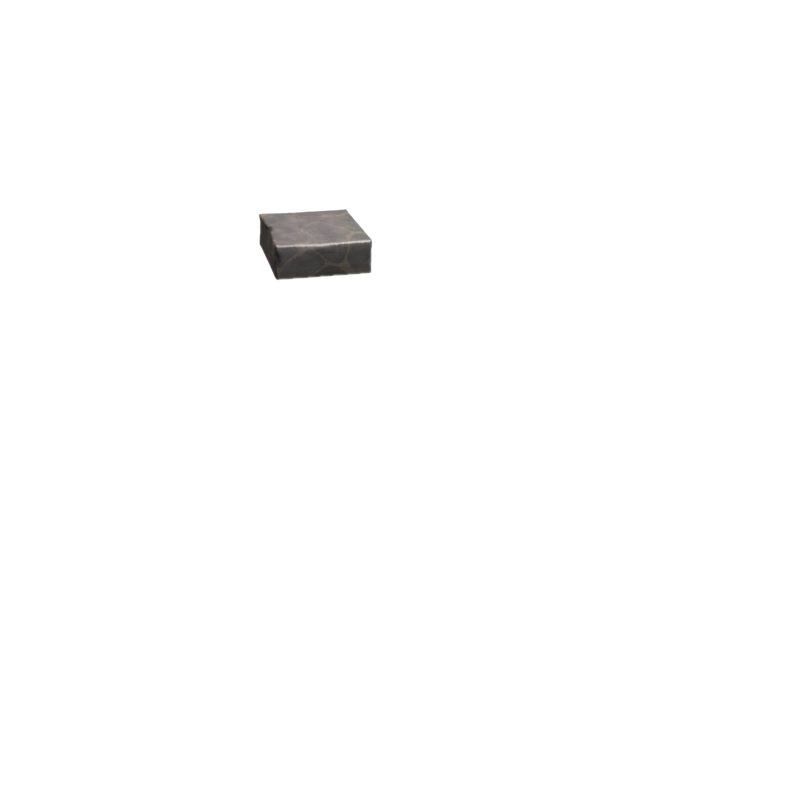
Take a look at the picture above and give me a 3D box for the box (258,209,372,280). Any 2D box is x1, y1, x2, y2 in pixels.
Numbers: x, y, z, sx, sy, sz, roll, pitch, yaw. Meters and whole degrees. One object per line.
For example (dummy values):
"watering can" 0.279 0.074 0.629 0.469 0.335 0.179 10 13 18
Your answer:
"box" -0.067 -0.122 0.854 0.072 0.029 0.095 -5 25 -12
